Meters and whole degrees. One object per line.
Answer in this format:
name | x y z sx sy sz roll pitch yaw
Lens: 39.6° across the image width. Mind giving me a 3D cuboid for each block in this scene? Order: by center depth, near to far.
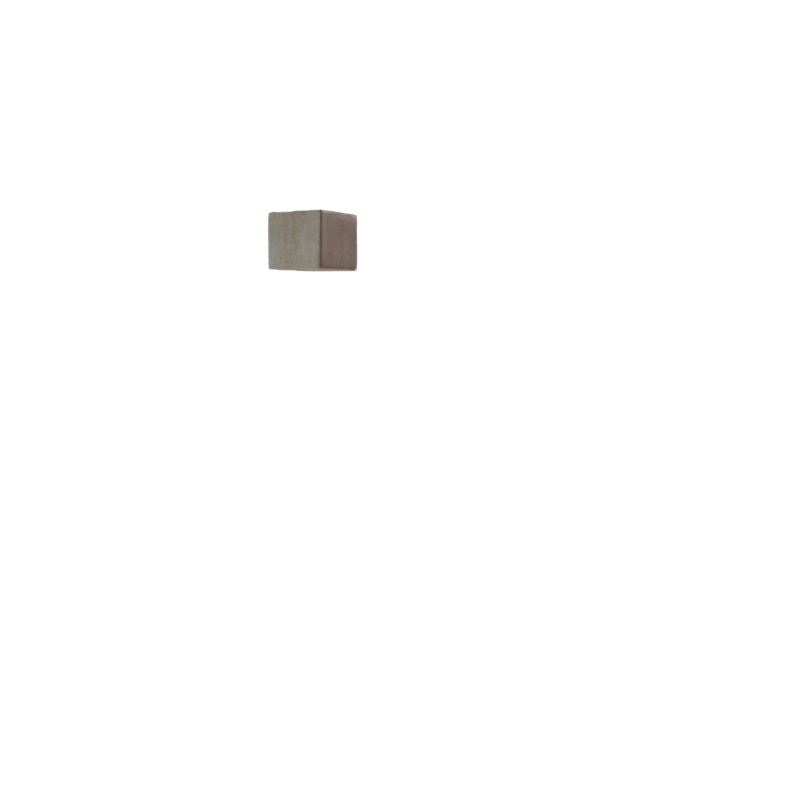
block | -0.077 -0.140 0.981 0.054 0.051 0.076 1 3 23
